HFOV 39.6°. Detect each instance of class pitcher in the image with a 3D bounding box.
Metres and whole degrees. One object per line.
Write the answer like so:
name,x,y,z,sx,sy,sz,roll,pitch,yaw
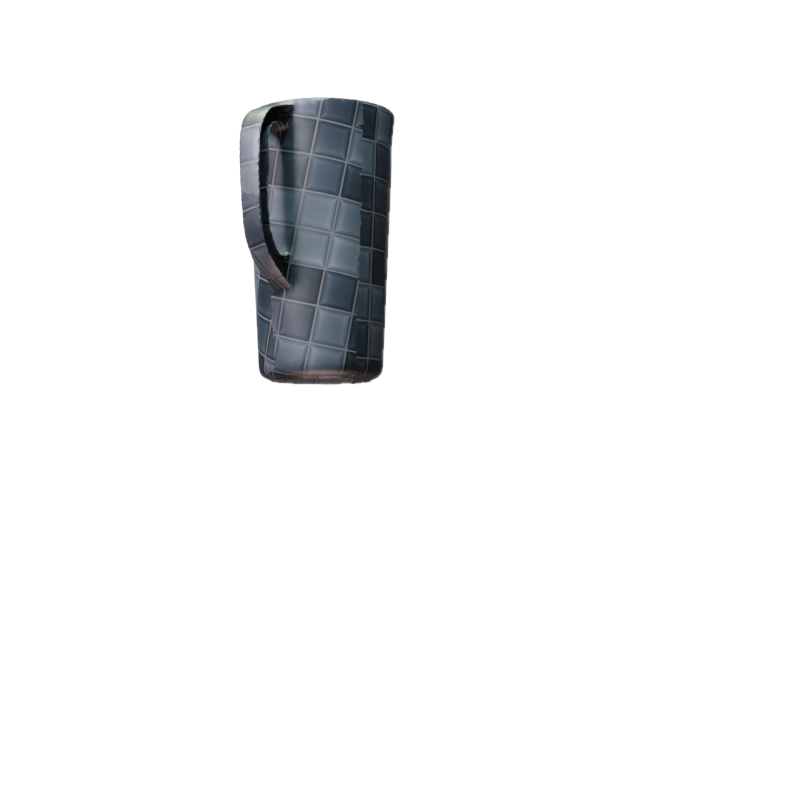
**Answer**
pitcher,-0.076,-0.139,0.973,0.146,0.249,0.144,2,-9,-14
